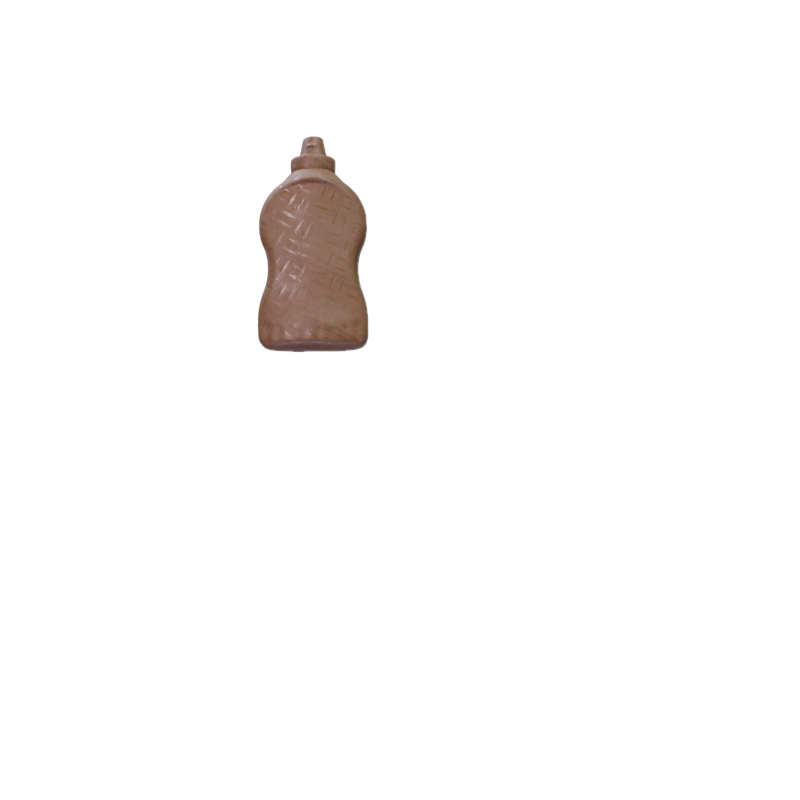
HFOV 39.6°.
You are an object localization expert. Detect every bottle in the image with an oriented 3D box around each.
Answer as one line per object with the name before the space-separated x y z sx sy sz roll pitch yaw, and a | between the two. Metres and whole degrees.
bottle | -0.077 -0.141 0.987 0.096 0.198 0.056 -2 -12 4
